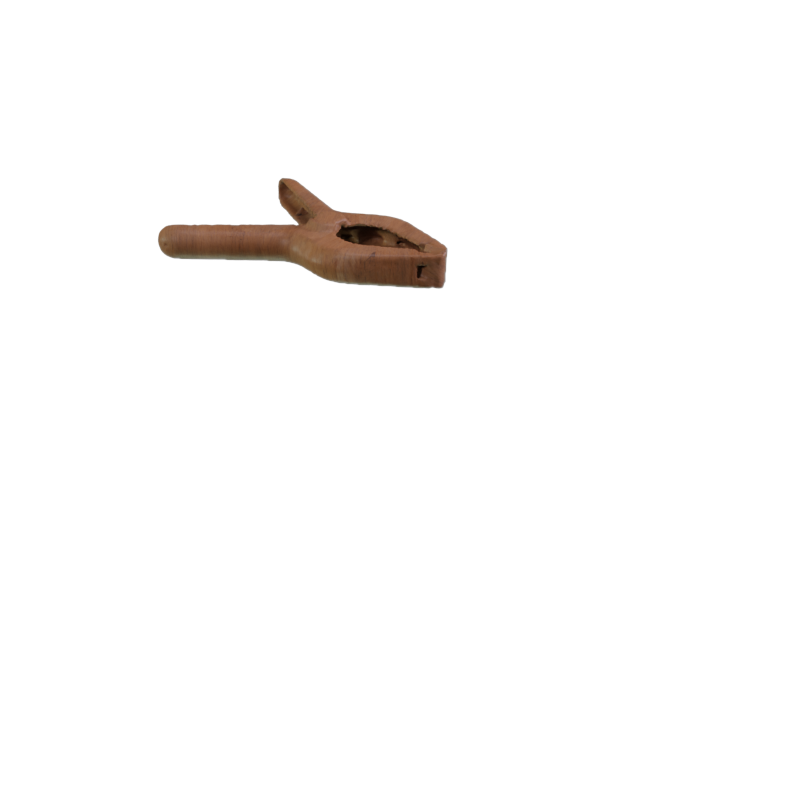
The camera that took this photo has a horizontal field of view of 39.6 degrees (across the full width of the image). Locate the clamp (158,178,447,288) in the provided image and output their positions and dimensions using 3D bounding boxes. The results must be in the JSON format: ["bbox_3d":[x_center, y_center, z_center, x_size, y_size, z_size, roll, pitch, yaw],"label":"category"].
[{"bbox_3d":[-0.065,-0.119,0.833,0.222,0.034,0.164,22,35,34],"label":"clamp"}]
